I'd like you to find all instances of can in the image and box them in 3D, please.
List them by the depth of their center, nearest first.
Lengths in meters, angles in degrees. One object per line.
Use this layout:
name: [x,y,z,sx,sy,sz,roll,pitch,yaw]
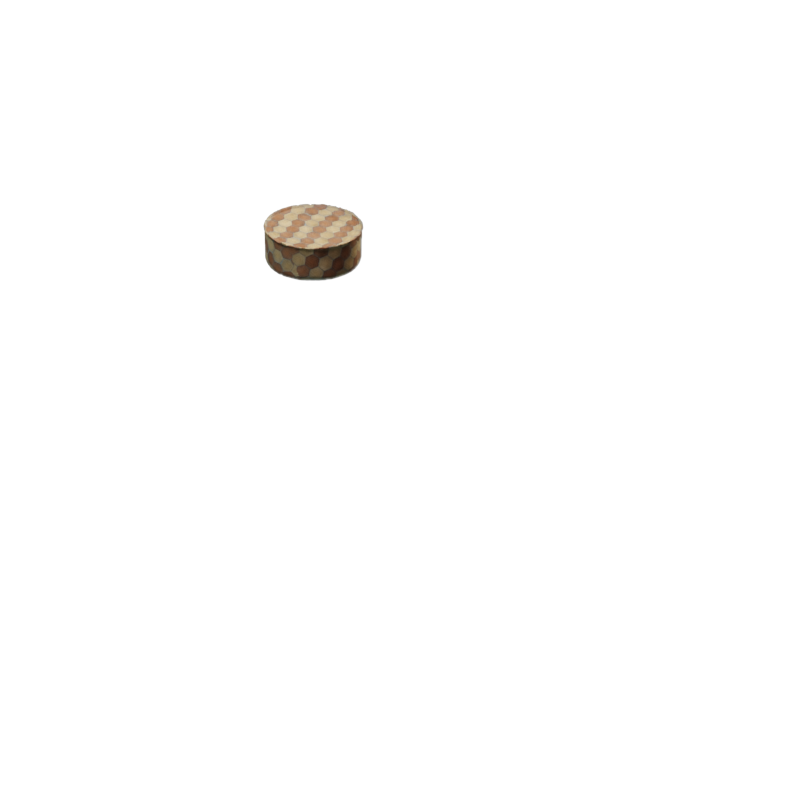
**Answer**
can: [-0.075,-0.138,0.963,0.086,0.032,0.091,-1,33,-2]
